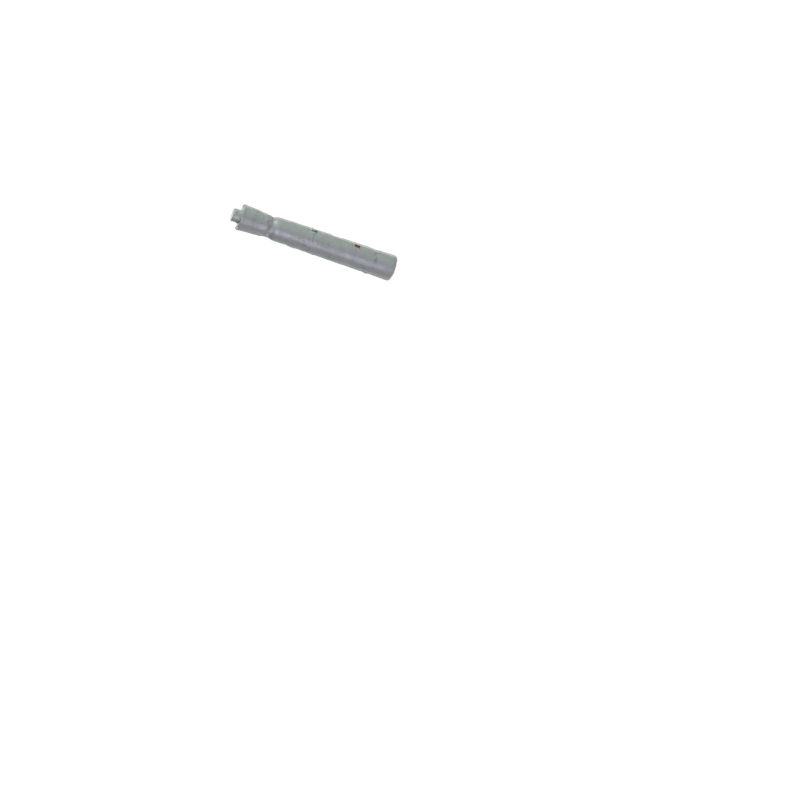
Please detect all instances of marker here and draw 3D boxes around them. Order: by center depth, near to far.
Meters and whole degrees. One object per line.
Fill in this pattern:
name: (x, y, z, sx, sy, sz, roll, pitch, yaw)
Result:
marker: (-0.061, -0.111, 0.779, 0.118, 0.020, 0.020, 17, 0, -10)
